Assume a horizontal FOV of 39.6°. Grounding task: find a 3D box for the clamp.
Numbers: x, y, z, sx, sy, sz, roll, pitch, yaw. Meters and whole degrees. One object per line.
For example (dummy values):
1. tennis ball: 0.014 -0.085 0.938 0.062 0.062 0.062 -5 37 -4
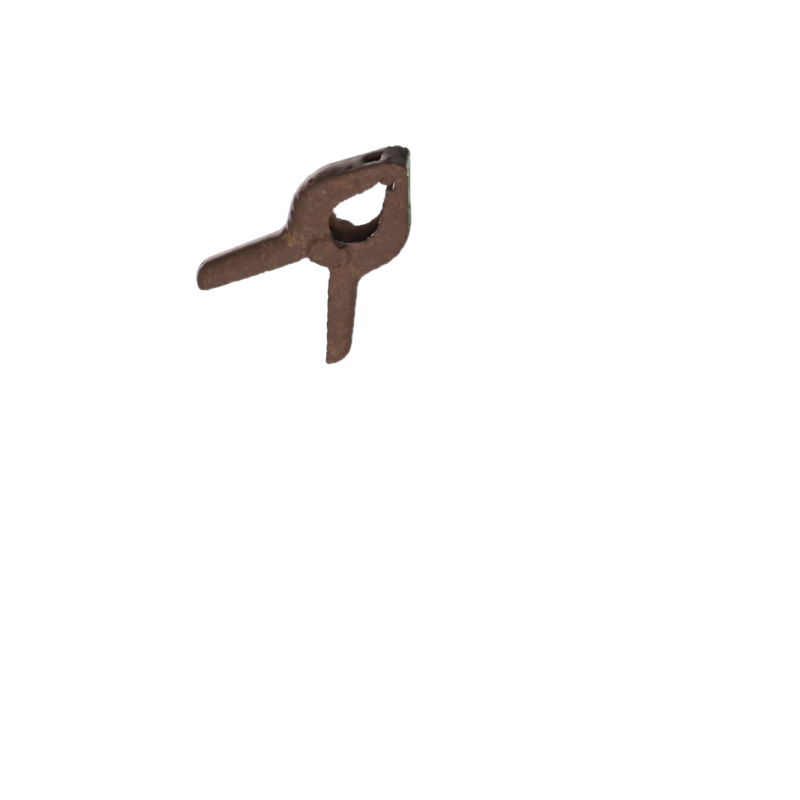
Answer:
1. clamp: -0.057 -0.104 0.731 0.116 0.165 0.042 22 33 -16
